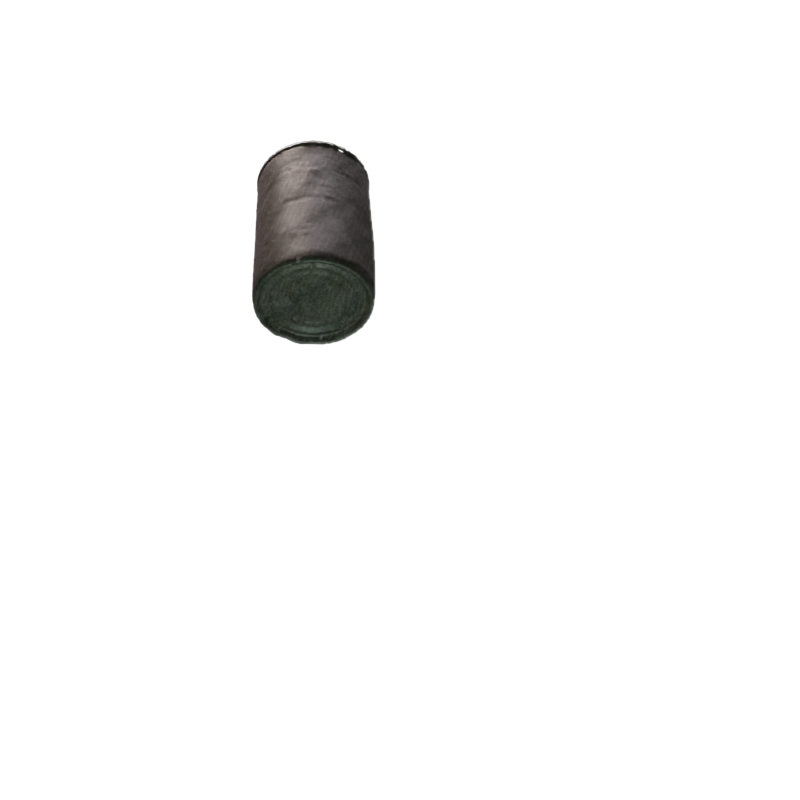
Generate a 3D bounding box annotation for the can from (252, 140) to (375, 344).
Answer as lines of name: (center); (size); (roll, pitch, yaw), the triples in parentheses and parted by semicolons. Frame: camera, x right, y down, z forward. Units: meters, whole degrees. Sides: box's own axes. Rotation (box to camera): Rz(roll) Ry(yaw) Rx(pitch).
can: (-0.049, -0.090, 0.630); (0.068, 0.110, 0.064); (-1, -44, -3)
